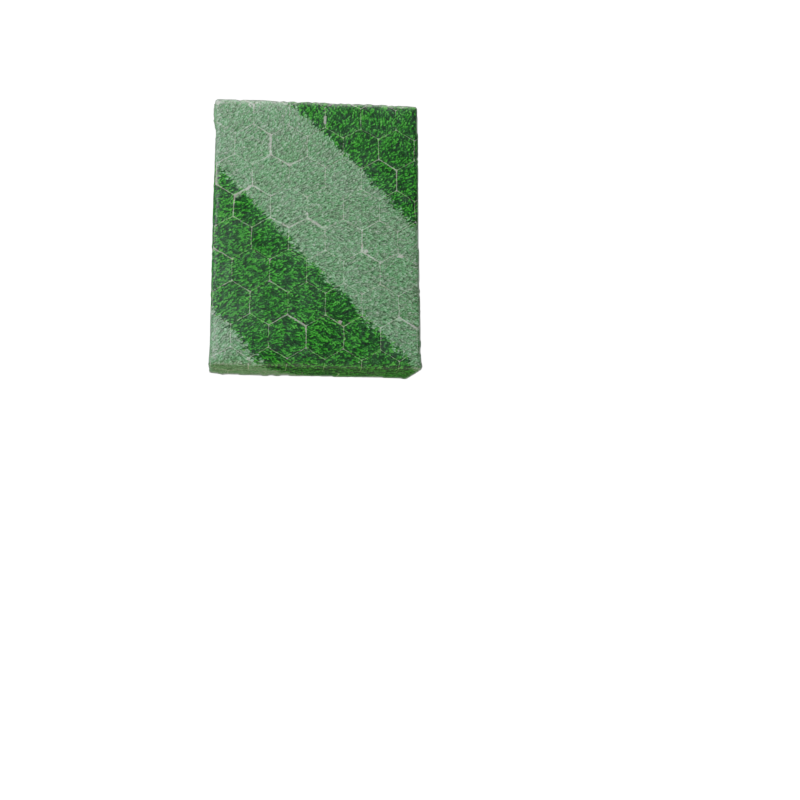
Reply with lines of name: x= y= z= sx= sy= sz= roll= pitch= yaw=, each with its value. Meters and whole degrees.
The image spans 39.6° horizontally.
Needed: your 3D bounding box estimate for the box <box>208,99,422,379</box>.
box: x=-0.069 y=-0.127 z=0.886 sx=0.162 sy=0.221 sz=0.070 roll=1 pitch=-14 yaw=-7
